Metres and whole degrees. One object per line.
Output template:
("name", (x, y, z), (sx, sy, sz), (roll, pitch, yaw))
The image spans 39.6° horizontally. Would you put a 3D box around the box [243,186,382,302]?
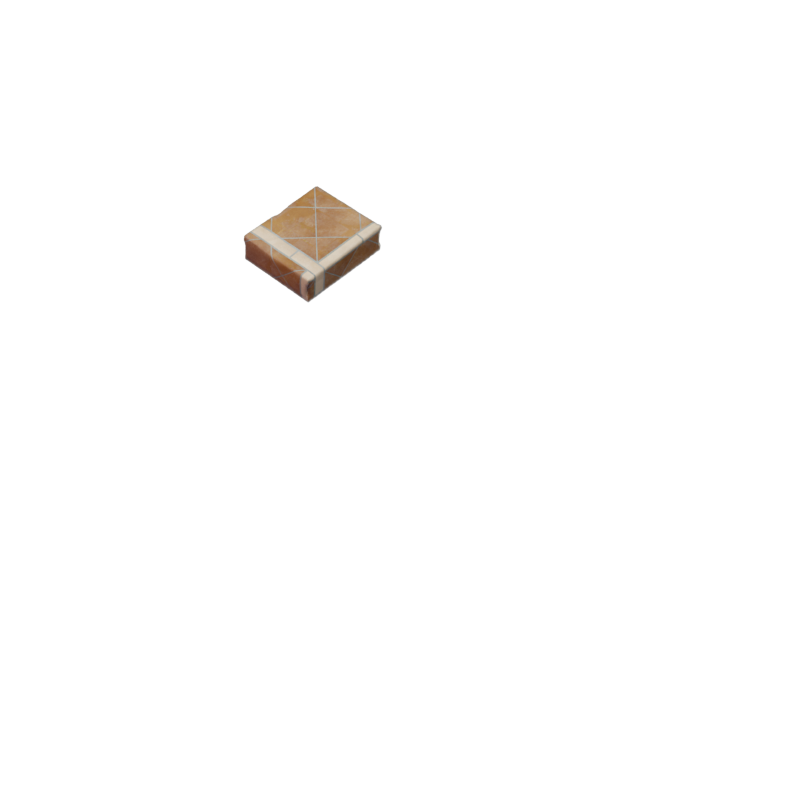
("box", (-0.070, -0.129, 0.900), (0.078, 0.028, 0.090), (34, 56, 27))
